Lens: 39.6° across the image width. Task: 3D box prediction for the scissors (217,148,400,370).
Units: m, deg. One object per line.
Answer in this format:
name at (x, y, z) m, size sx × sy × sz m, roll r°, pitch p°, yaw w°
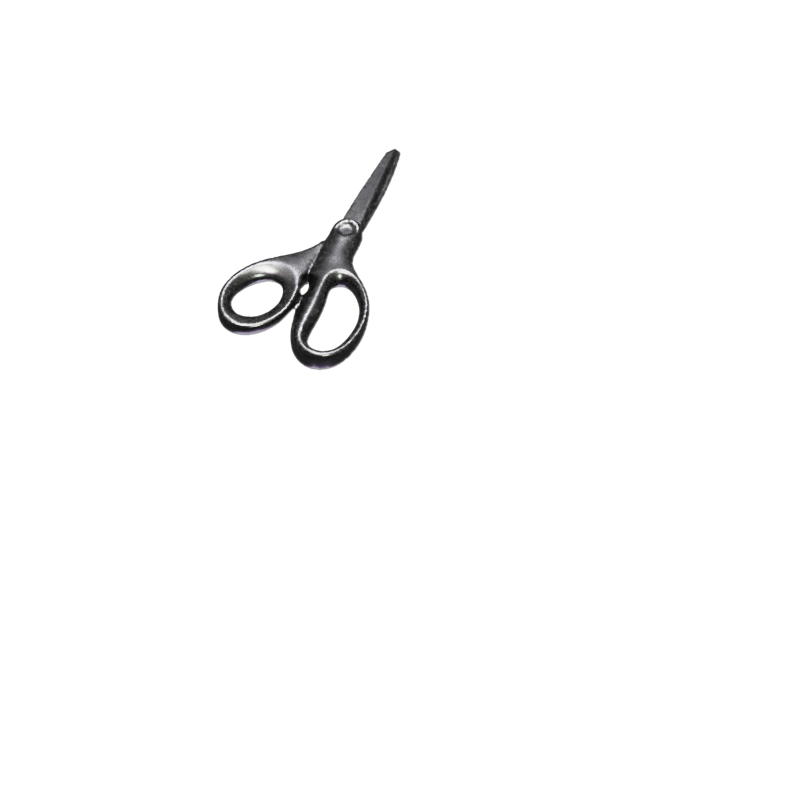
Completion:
scissors at (-0.053, -0.097, 0.679) m, size 0.097 × 0.015 × 0.215 m, roll 3°, pitch 45°, yaw 2°
